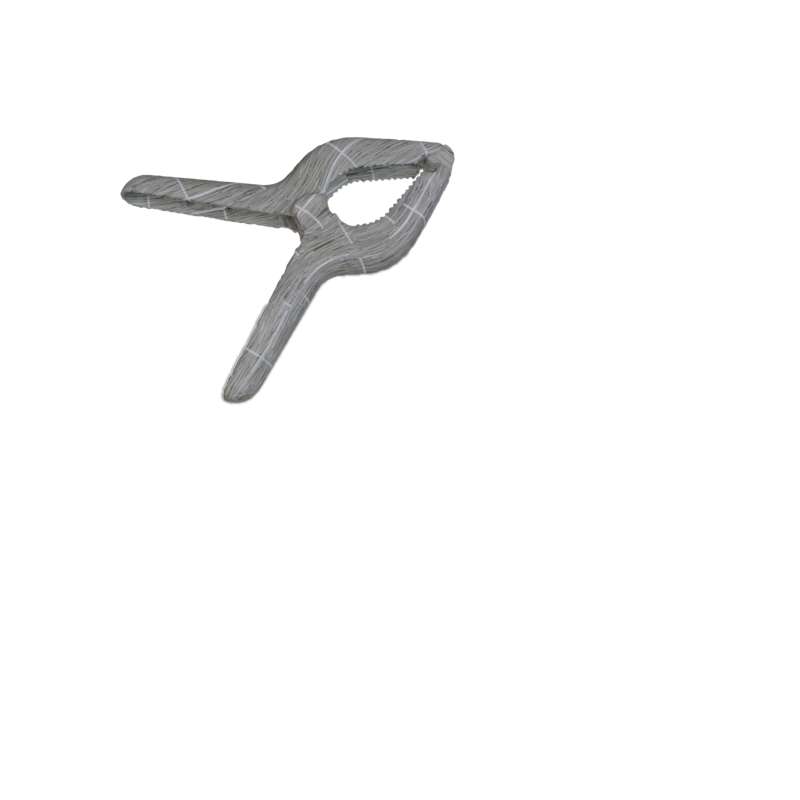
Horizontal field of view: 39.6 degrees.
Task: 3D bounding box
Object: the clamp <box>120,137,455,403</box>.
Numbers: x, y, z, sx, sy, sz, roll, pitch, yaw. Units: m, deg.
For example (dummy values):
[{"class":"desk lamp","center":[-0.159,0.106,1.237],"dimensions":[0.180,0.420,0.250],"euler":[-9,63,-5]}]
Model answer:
[{"class":"clamp","center":[-0.055,-0.101,0.705],"dimensions":[0.209,0.173,0.035],"euler":[-20,-19,-8]}]
